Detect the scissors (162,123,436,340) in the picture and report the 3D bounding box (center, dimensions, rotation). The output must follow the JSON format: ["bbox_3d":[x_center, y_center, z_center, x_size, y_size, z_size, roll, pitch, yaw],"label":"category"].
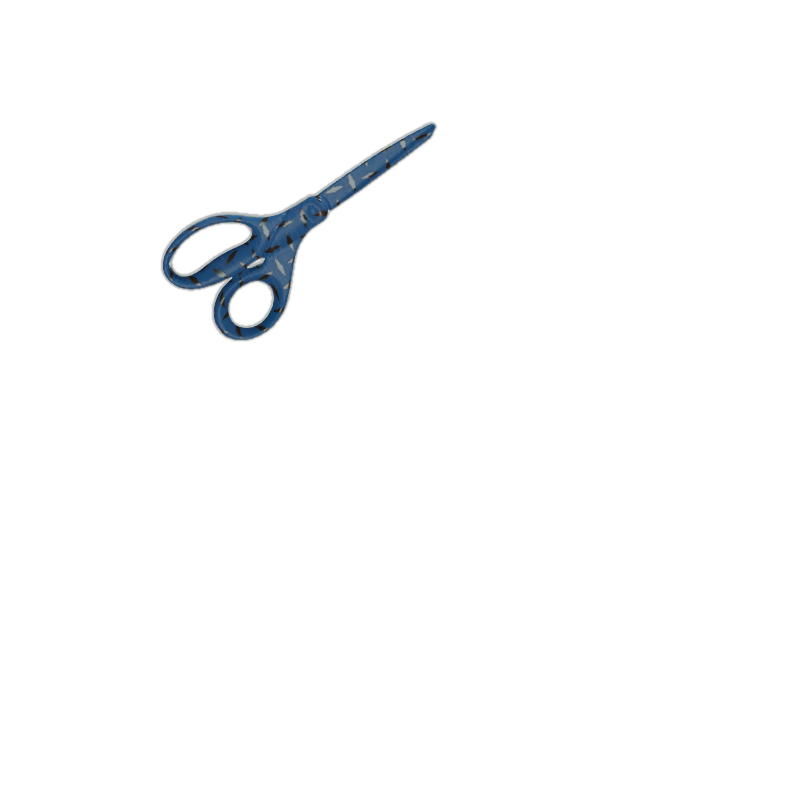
[{"bbox_3d":[-0.057,-0.105,0.734,0.202,0.093,0.016,-19,12,4],"label":"scissors"}]
